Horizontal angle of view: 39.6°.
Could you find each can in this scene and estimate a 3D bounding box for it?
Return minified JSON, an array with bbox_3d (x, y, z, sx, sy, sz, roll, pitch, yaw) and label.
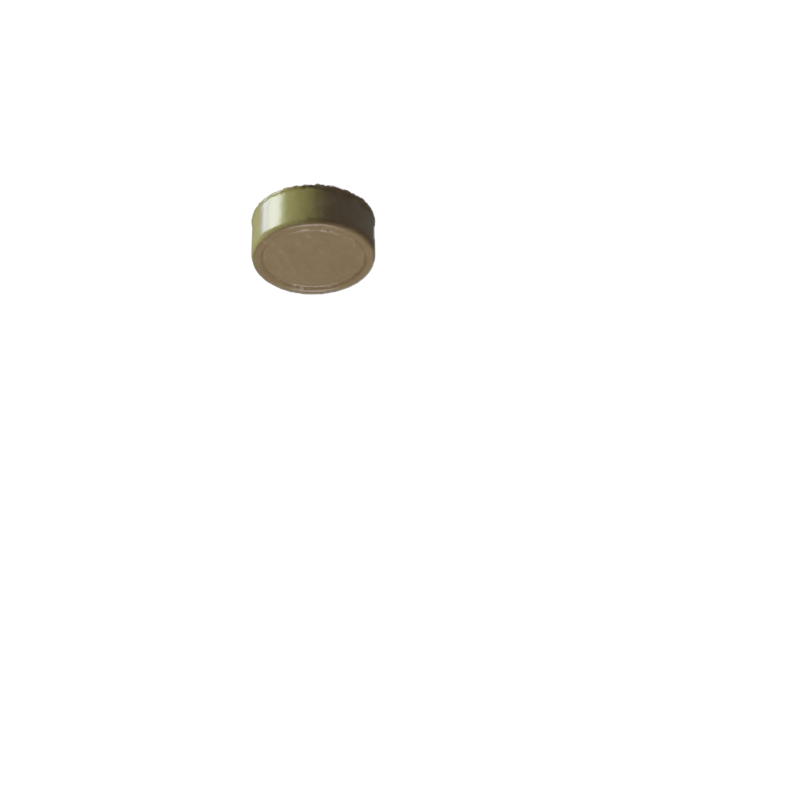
[{"bbox_3d":[-0.059,-0.108,0.759,0.086,0.036,0.080,1,-31,-2],"label":"can"}]
